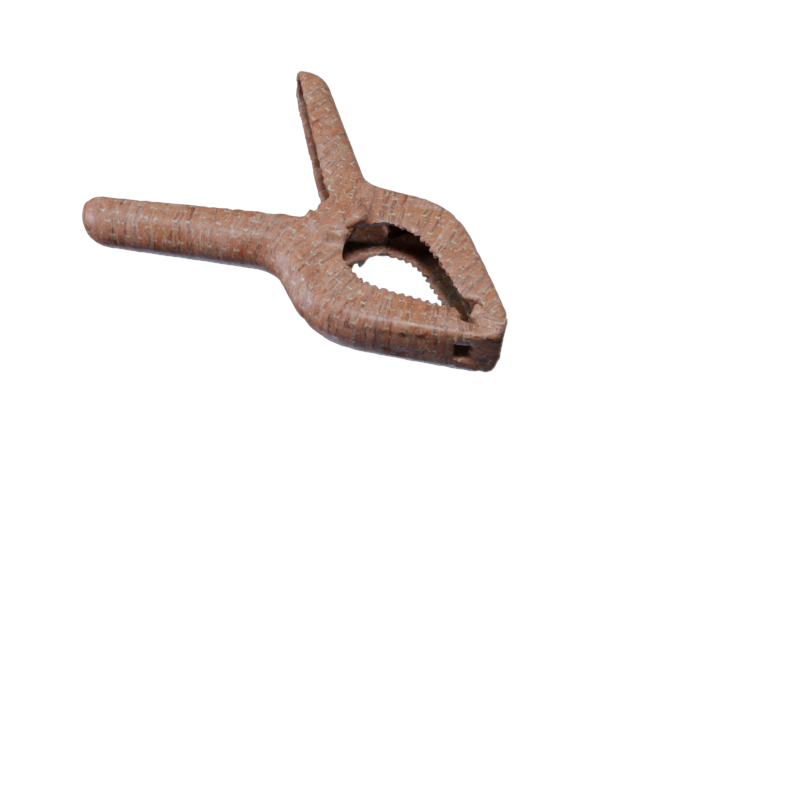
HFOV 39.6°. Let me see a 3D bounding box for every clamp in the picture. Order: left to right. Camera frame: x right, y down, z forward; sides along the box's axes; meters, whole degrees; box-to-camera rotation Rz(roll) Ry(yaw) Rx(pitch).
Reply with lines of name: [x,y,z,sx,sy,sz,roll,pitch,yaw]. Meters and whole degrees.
clamp: [-0.043,-0.078,0.543,0.165,0.034,0.225,-33,57,-25]
